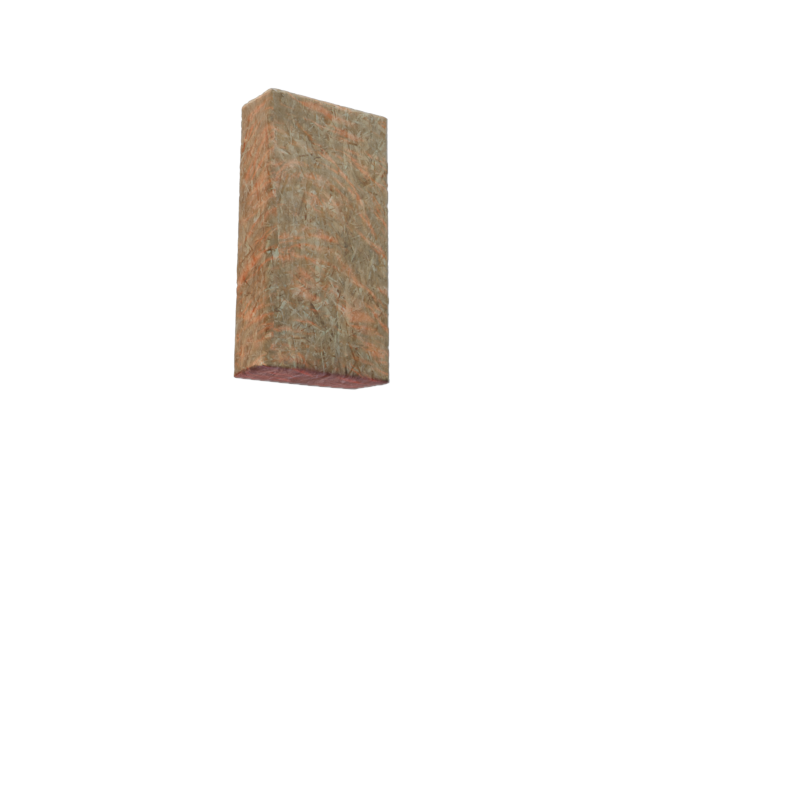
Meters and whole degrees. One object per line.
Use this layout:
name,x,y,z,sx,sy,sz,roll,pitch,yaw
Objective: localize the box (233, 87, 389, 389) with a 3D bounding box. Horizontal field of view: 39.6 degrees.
box,-0.055,-0.099,0.697,0.089,0.183,0.048,9,-19,-34
